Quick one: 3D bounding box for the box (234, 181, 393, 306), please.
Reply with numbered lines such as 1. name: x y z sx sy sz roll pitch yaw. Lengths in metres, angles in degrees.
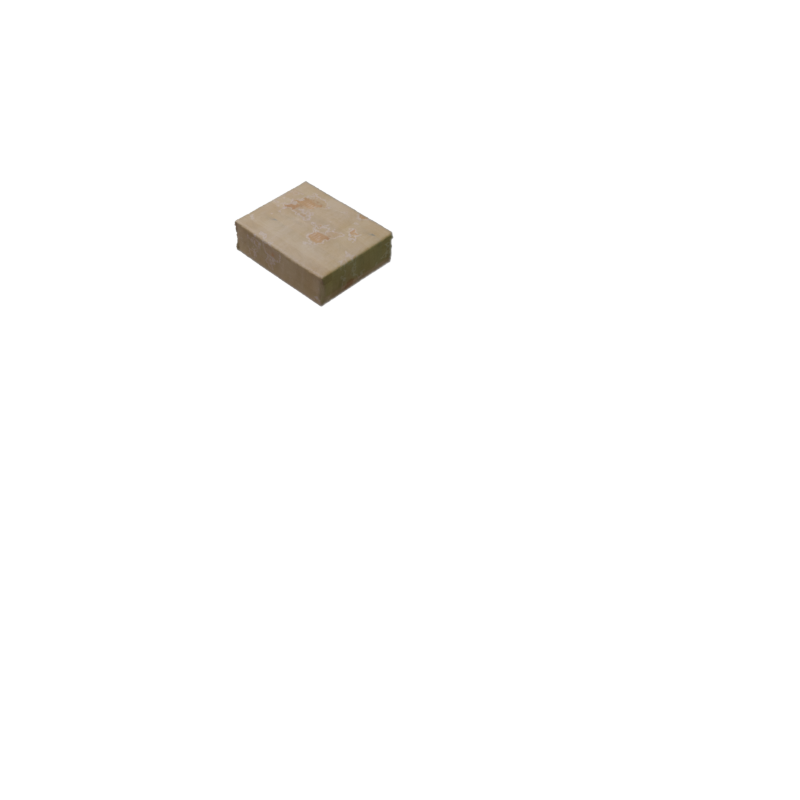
1. box: -0.077 -0.140 0.982 0.121 0.036 0.090 32 50 31
